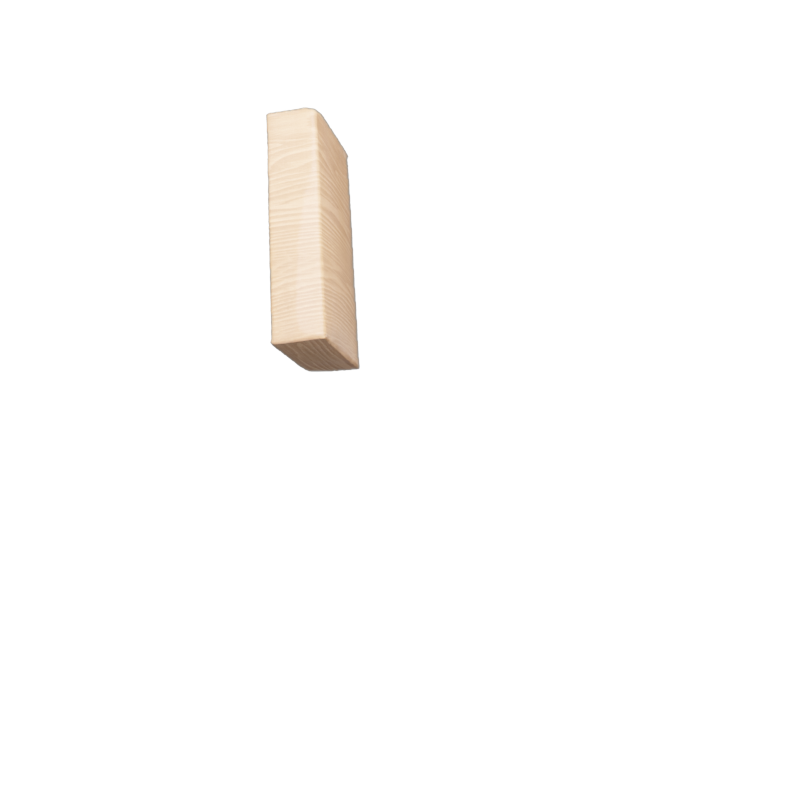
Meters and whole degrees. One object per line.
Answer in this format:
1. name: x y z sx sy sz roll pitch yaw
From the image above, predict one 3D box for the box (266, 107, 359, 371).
1. box: -0.063 -0.116 0.811 0.049 0.184 0.088 -6 -19 13
